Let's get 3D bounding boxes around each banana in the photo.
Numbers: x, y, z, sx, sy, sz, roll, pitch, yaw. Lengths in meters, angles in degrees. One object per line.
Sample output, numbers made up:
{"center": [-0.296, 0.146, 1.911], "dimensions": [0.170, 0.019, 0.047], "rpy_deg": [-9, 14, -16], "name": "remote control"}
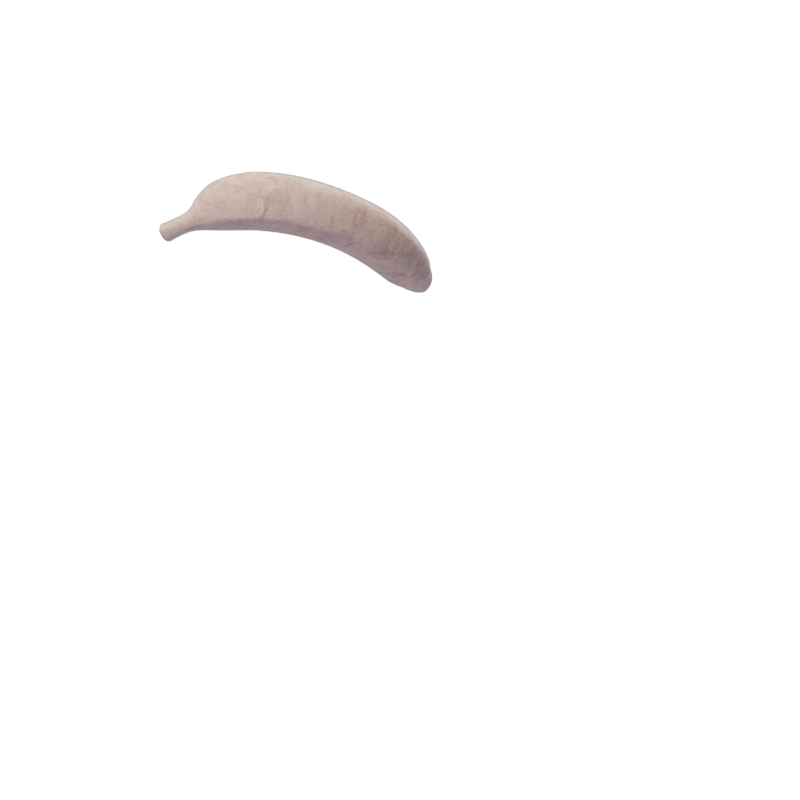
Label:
{"center": [-0.051, -0.111, 0.715], "dimensions": [0.190, 0.039, 0.068], "rpy_deg": [11, -26, -25], "name": "banana"}
